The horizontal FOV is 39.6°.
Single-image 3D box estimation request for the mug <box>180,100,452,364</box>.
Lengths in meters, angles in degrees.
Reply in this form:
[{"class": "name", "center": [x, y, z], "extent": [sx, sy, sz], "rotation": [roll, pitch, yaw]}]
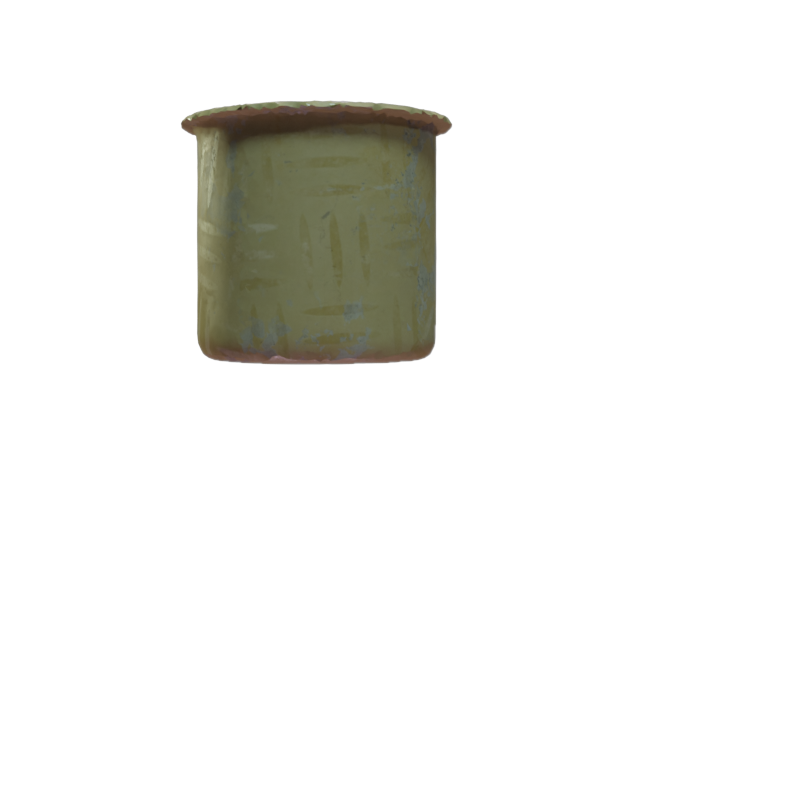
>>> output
[{"class": "mug", "center": [-0.031, -0.056, 0.393], "extent": [0.092, 0.082, 0.118], "rotation": [0, 3, -9]}]
